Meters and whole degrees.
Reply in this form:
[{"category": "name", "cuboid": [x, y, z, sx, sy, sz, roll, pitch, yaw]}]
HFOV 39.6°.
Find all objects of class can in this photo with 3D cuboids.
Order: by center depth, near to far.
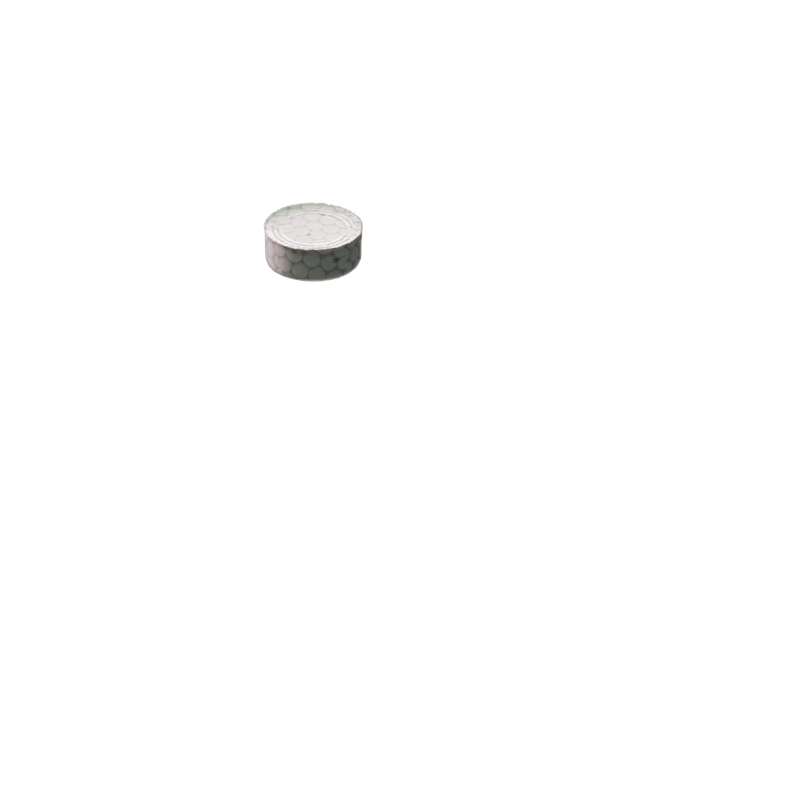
[{"category": "can", "cuboid": [-0.075, -0.138, 0.964, 0.086, 0.031, 0.092, -1, 34, -2]}]
